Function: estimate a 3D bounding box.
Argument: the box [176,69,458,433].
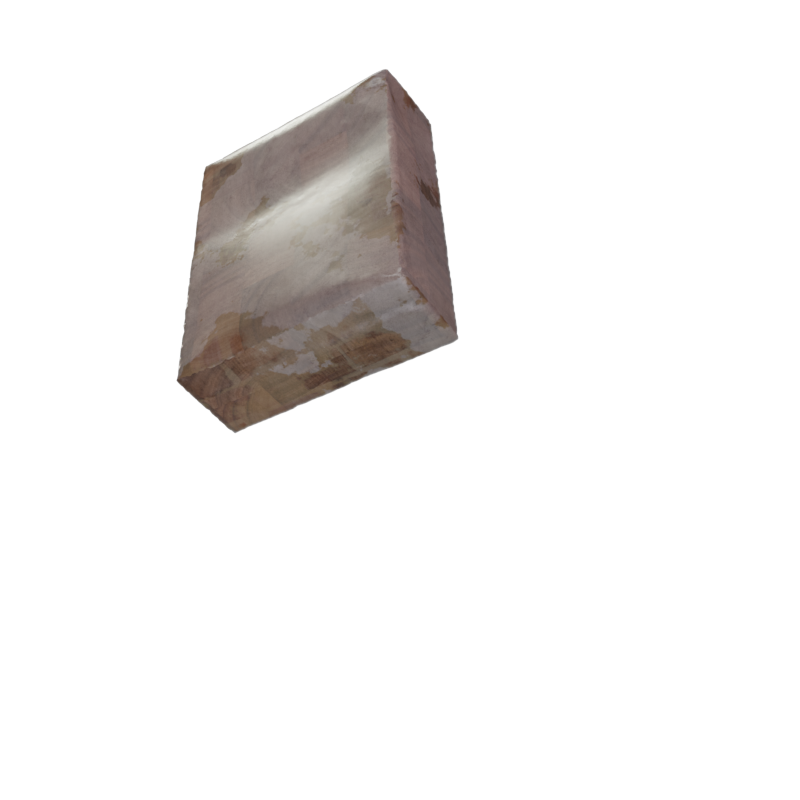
[{"bbox_3d":[-0.057,-0.105,0.734,0.165,0.230,0.066,-24,-47,21],"label":"box"}]
